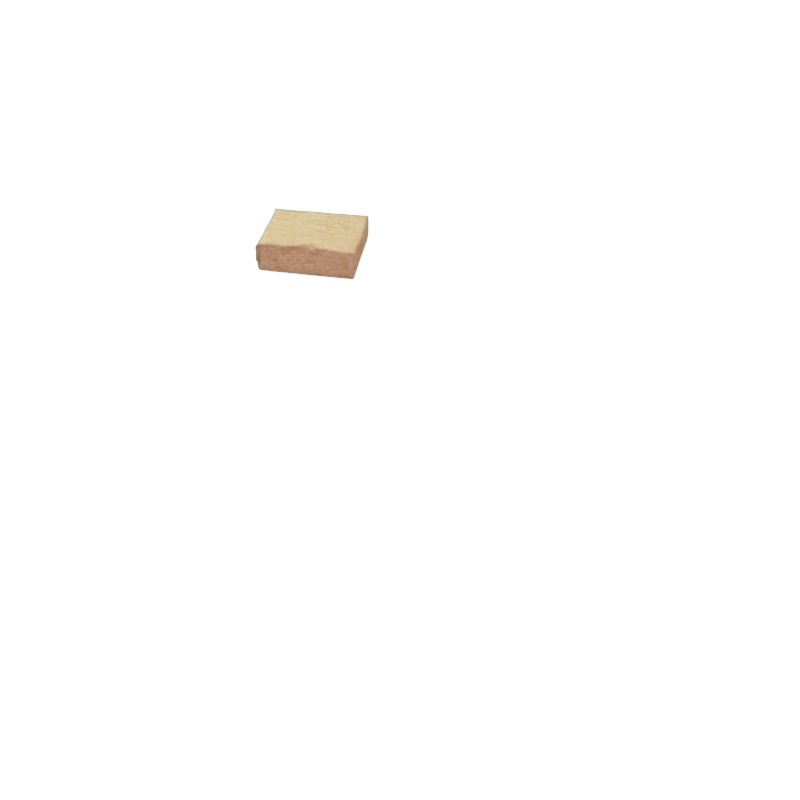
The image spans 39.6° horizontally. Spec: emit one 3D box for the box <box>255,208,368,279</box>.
[{"bbox_3d":[-0.078,-0.142,0.992,0.091,0.028,0.077,6,33,9],"label":"box"}]
